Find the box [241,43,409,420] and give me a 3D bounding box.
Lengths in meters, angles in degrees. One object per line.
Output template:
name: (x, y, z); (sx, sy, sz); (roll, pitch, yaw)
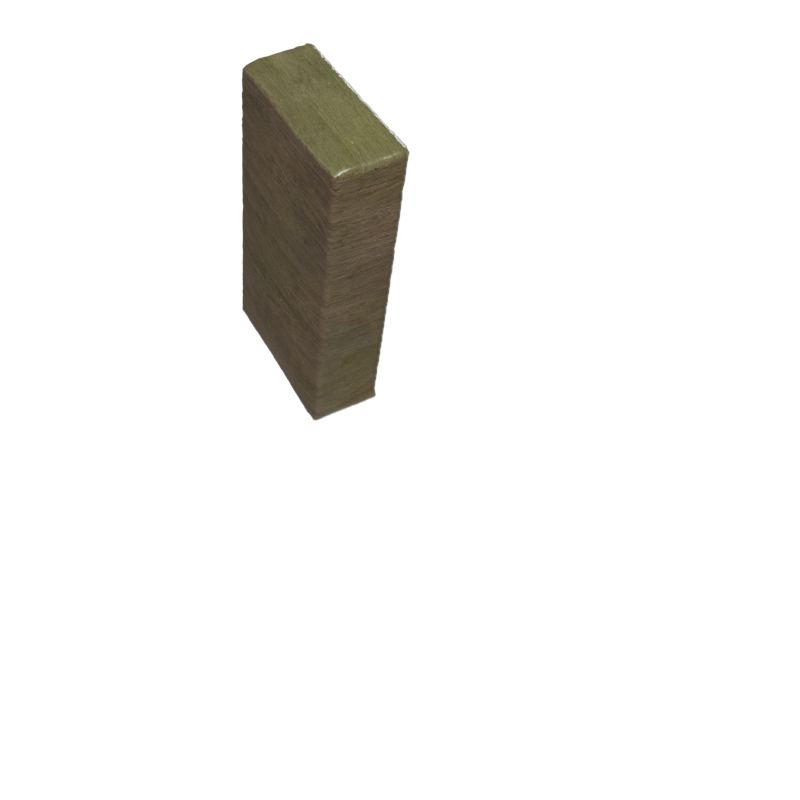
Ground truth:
box: (-0.044, -0.080, 0.559); (0.048, 0.101, 0.164); (-22, -35, -21)
